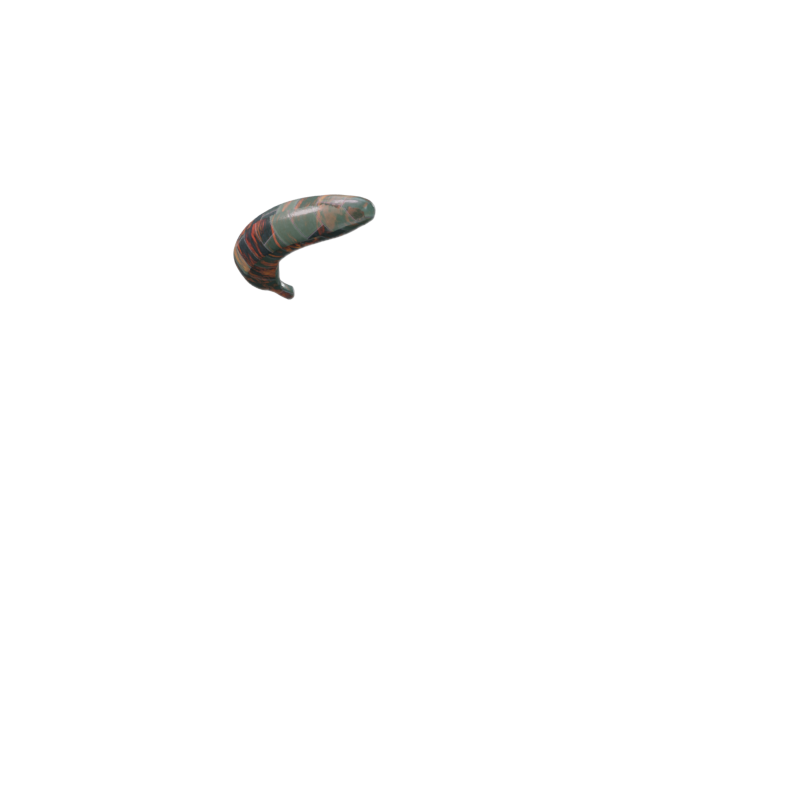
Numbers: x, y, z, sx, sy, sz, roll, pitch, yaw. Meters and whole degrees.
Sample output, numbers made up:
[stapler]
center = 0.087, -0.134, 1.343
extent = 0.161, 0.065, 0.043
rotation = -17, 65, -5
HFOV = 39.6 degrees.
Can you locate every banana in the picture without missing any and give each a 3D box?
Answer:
[banana]
center = -0.085, -0.121, 0.841
extent = 0.067, 0.038, 0.196
rotation = 5, -13, -22
